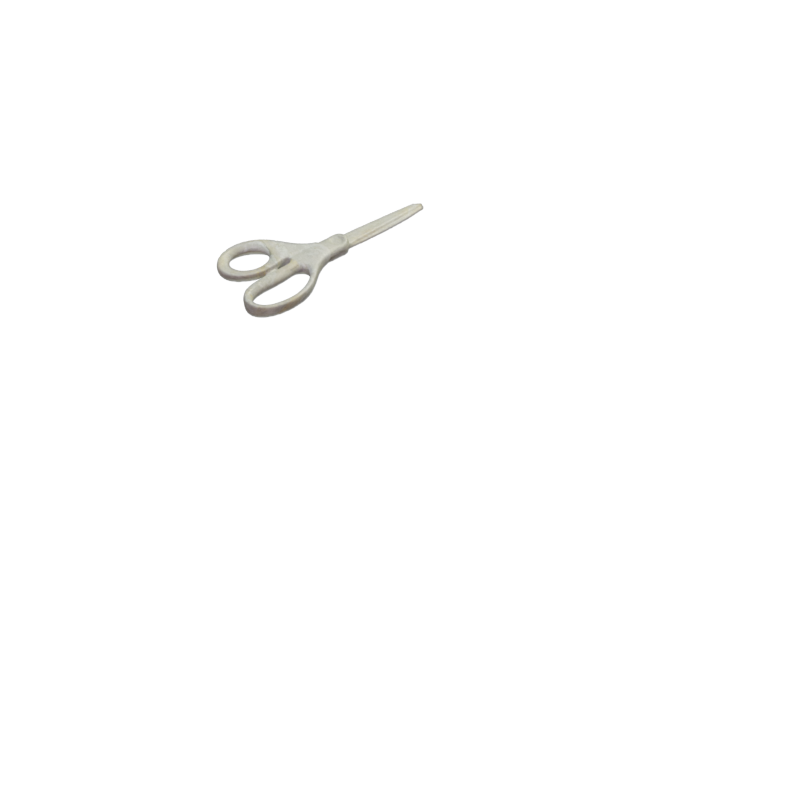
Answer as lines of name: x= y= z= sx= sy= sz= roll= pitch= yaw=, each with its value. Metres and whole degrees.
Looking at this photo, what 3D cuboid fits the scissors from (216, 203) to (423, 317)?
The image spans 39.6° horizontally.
scissors: x=-0.074 y=-0.135 z=0.948 sx=0.101 sy=0.015 sz=0.205 roll=25 pitch=48 yaw=24
